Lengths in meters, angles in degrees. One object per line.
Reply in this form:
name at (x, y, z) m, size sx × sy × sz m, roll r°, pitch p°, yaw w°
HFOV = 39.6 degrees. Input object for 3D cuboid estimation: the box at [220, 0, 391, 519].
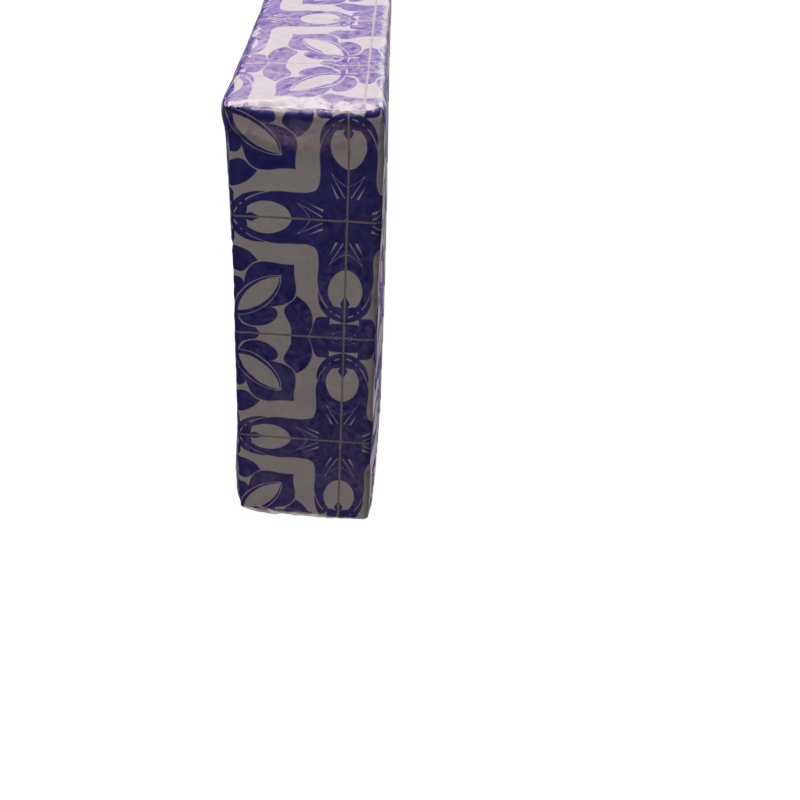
box at (-0.043, -0.078, 0.544) m, size 0.072 × 0.201 × 0.174 m, roll 2°, pitch 34°, yaw 0°
